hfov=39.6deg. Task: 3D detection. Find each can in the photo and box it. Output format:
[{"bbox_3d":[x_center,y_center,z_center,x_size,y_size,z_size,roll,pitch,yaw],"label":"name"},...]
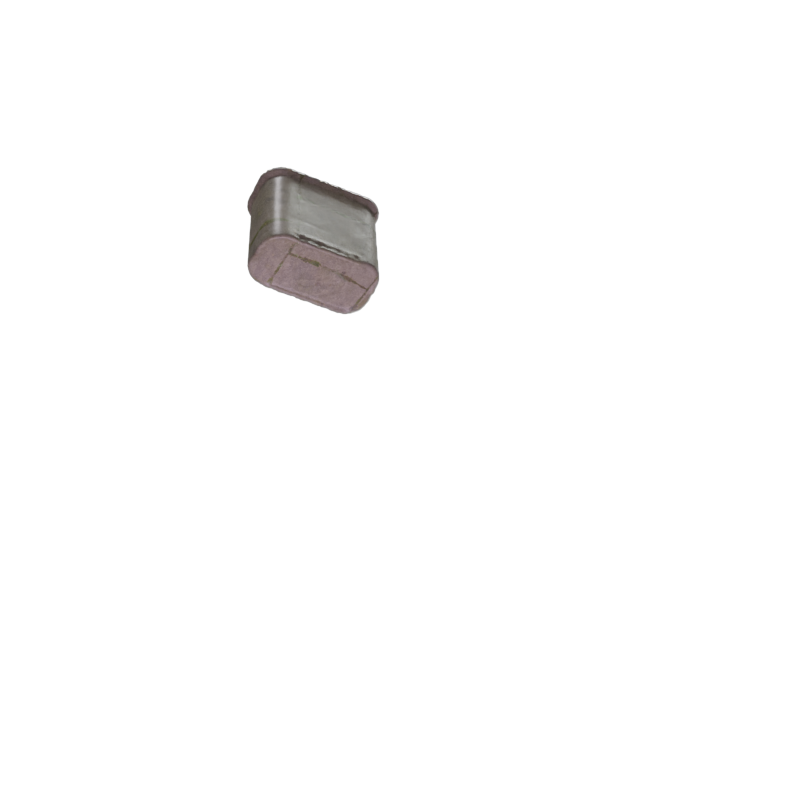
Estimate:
[{"bbox_3d":[-0.066,-0.121,0.845,0.099,0.055,0.090,18,39,-18],"label":"can"}]
